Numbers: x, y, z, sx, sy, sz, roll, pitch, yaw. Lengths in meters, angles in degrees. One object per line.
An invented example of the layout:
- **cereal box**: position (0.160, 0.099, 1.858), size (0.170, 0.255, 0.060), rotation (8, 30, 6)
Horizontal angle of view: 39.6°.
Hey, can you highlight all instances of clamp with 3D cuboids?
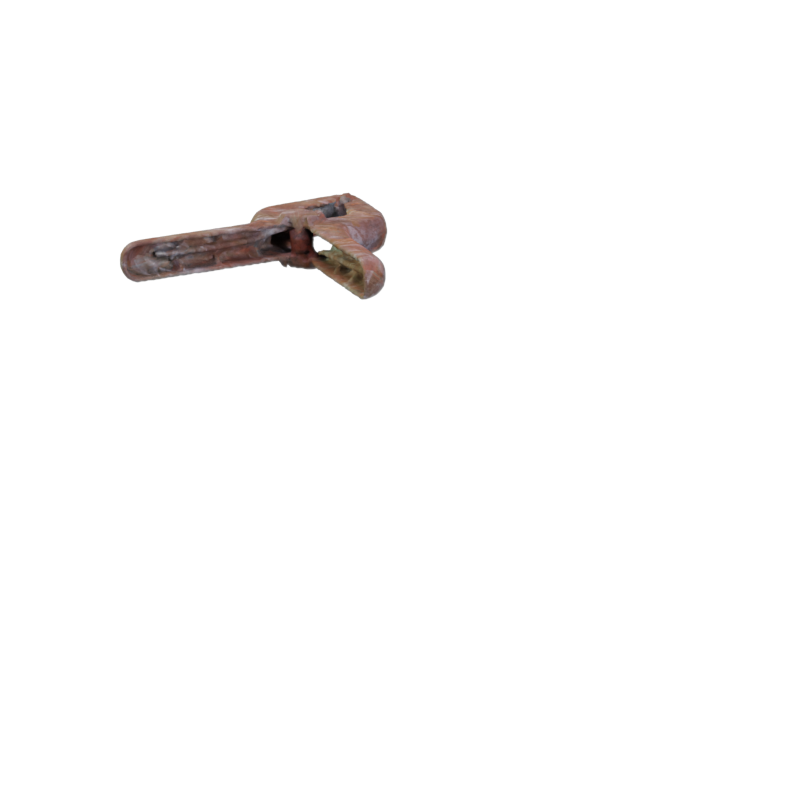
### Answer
- **clamp**: position (-0.056, -0.103, 0.719), size (0.171, 0.035, 0.210), rotation (9, 21, 23)
